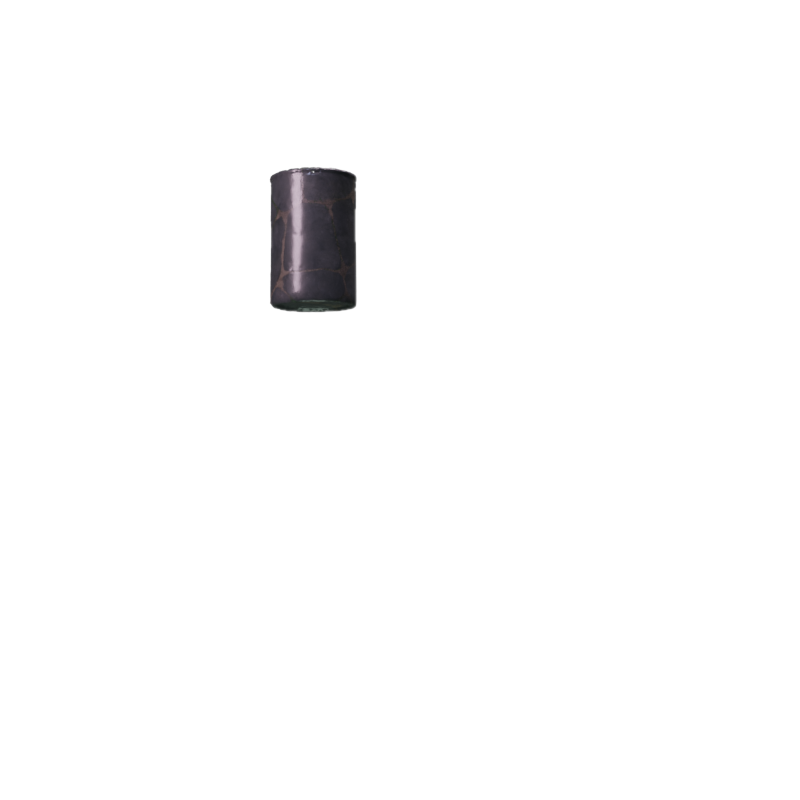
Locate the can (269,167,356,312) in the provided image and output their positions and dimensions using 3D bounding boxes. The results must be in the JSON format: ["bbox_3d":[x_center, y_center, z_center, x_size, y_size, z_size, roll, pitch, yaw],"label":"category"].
[{"bbox_3d":[-0.067,-0.122,0.857,0.068,0.105,0.067,0,-8,-2],"label":"can"}]
